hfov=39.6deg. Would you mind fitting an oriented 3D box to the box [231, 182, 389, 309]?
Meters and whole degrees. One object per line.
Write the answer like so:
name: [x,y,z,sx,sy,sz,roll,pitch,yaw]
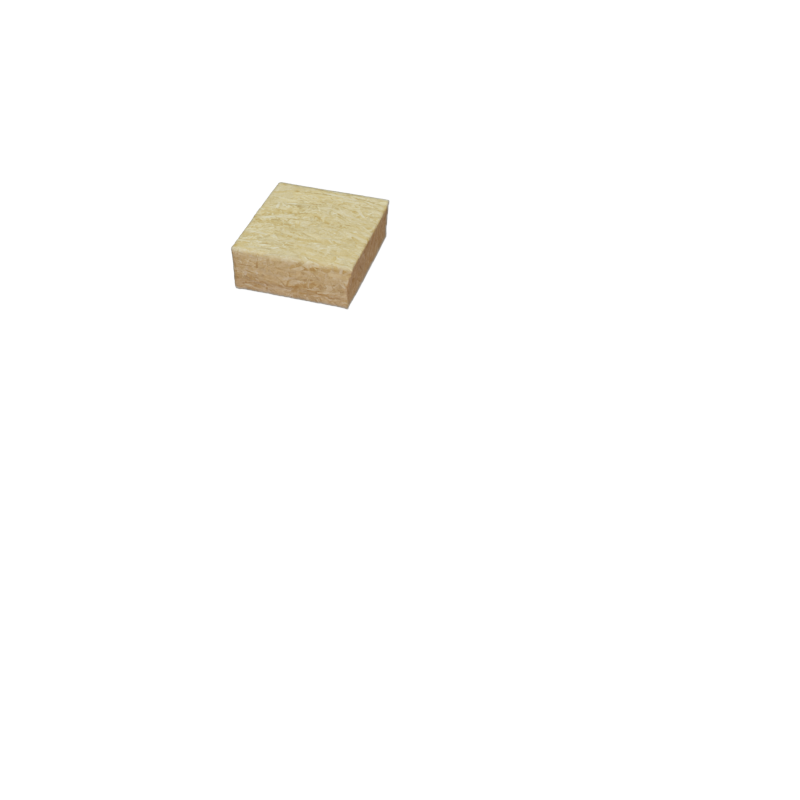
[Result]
box: [-0.064,-0.117,0.821,0.092,0.036,0.119,9,38,11]
